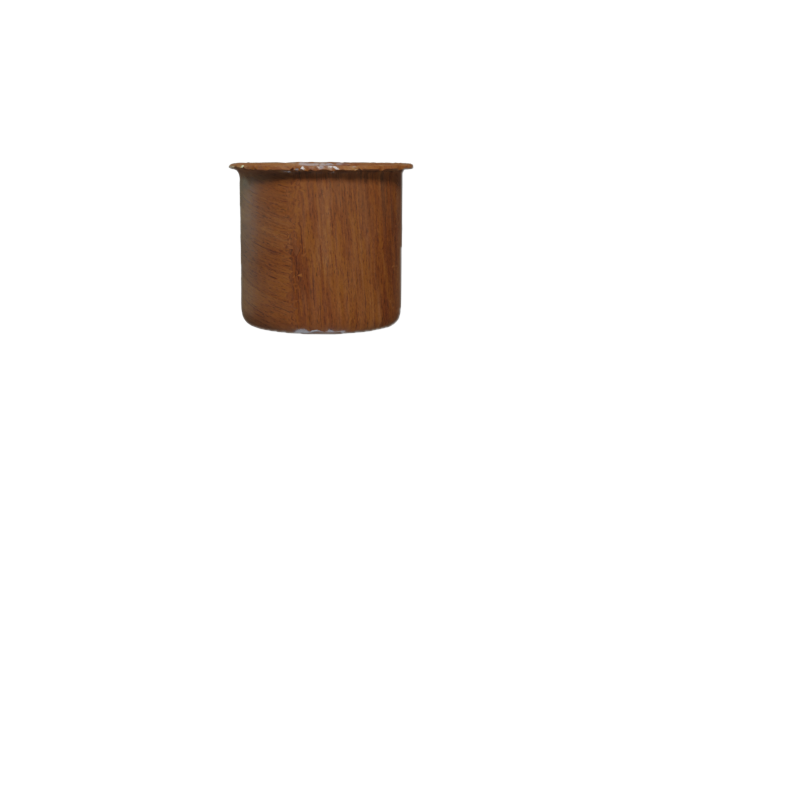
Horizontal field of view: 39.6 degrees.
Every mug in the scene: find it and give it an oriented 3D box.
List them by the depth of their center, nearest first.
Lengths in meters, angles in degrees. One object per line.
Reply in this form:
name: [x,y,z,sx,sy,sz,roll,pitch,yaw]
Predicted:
mug: [-0.045,-0.082,0.573,0.091,0.080,0.122,-4,11,-22]
